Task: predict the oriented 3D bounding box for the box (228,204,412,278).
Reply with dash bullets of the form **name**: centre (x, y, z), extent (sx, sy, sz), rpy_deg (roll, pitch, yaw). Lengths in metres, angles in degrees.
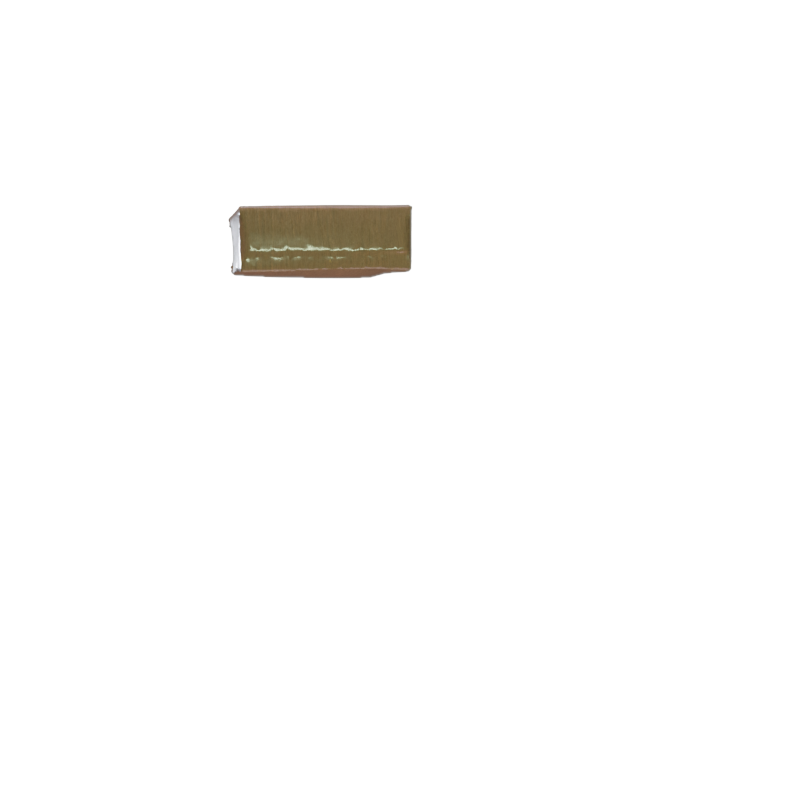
- **box**: centre (-0.048, -0.088, 0.614), extent (0.089, 0.039, 0.115), rpy_deg (-1, 3, -10)
